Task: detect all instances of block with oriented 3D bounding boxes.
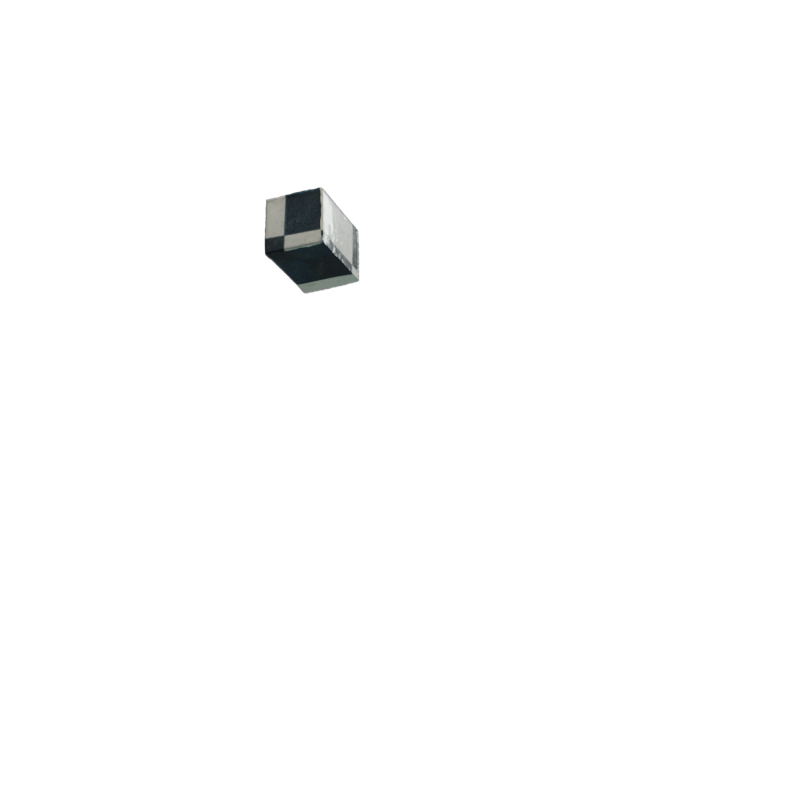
[{"bbox_3d":[-0.071,-0.130,0.909,0.053,0.054,0.072,-11,-26,19],"label":"block"}]
